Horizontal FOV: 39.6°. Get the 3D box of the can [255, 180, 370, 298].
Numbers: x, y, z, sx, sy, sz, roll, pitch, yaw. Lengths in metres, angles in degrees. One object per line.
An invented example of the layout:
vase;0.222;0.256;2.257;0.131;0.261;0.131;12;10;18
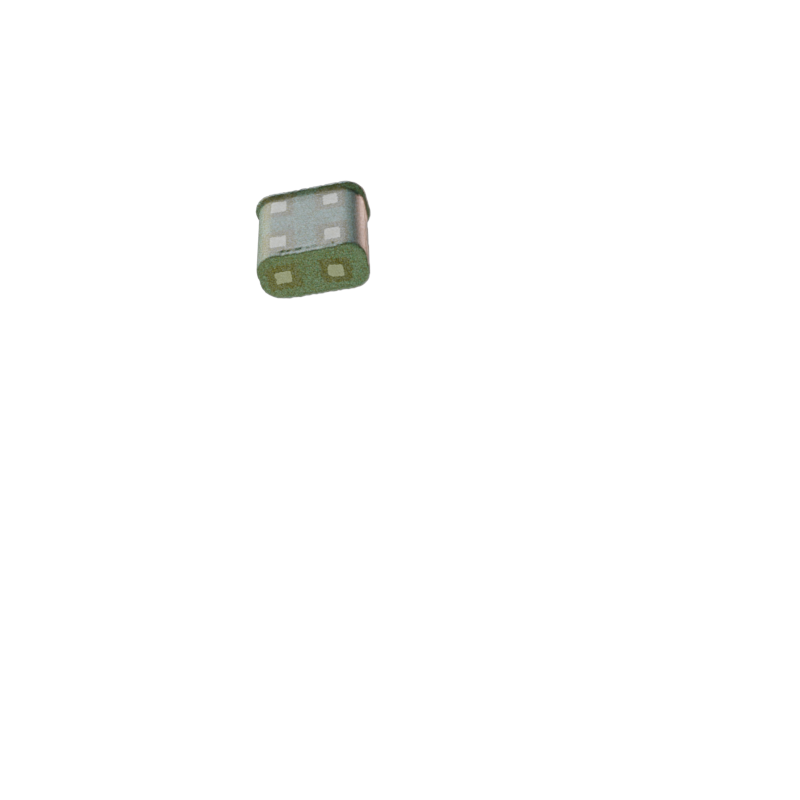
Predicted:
can;-0.077;-0.140;0.978;0.103;0.090;0.053;-10;-44;8
